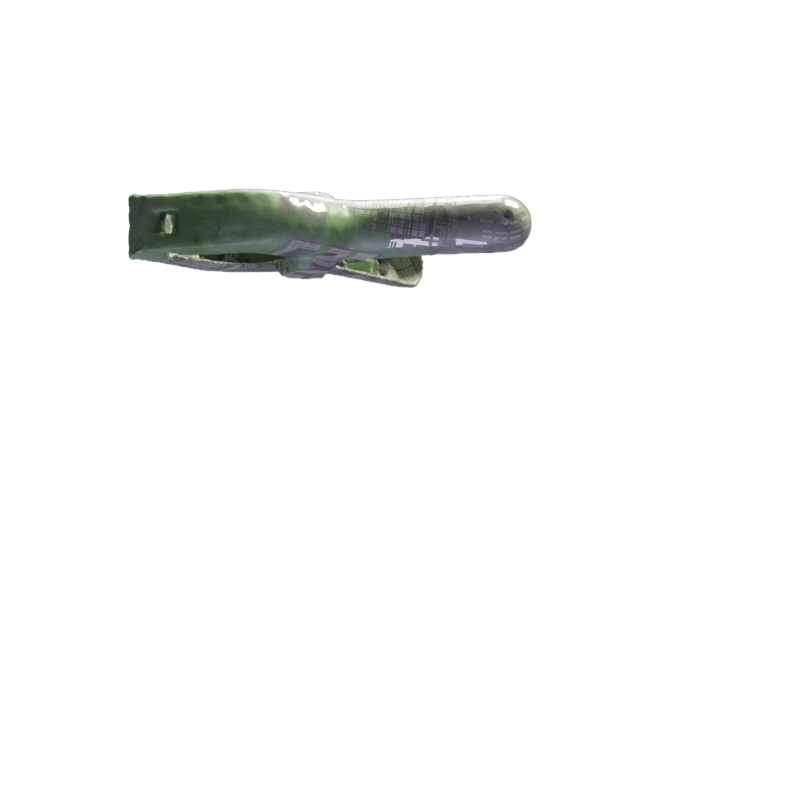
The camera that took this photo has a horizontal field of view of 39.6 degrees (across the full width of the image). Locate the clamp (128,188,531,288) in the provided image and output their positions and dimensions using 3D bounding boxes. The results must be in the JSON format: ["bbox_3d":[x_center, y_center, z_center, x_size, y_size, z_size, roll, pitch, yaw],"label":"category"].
[{"bbox_3d":[-0.040,-0.073,0.511,0.168,0.041,0.118,2,-11,-13],"label":"clamp"}]
